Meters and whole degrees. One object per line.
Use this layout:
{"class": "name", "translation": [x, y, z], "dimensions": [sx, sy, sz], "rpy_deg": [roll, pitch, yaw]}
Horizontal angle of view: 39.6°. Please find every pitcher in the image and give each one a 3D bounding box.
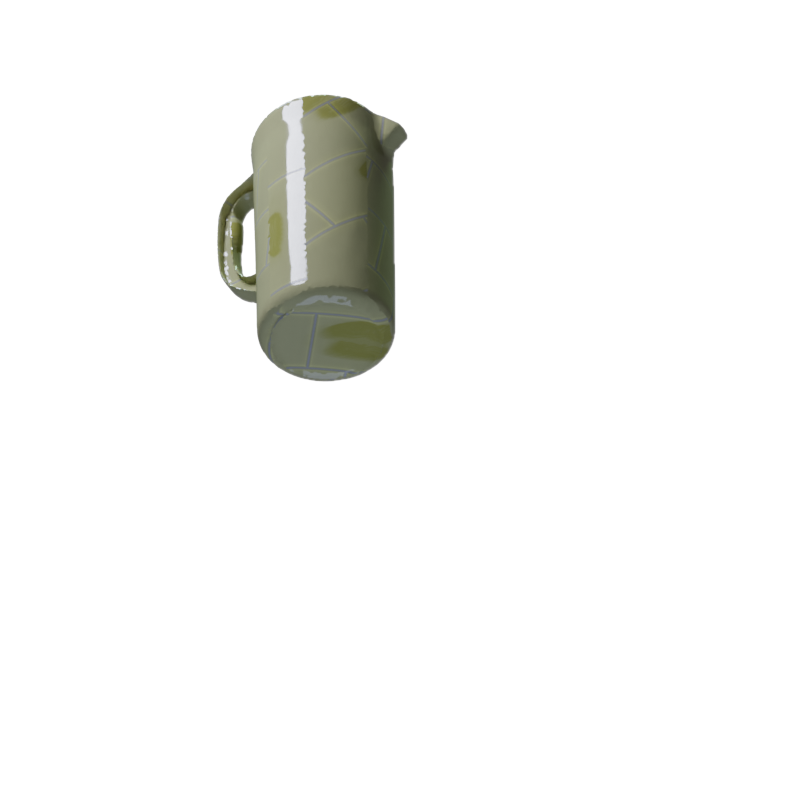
{"class": "pitcher", "translation": [-0.074, -0.135, 0.946], "dimensions": [0.141, 0.261, 0.142], "rpy_deg": [12, -46, -15]}
